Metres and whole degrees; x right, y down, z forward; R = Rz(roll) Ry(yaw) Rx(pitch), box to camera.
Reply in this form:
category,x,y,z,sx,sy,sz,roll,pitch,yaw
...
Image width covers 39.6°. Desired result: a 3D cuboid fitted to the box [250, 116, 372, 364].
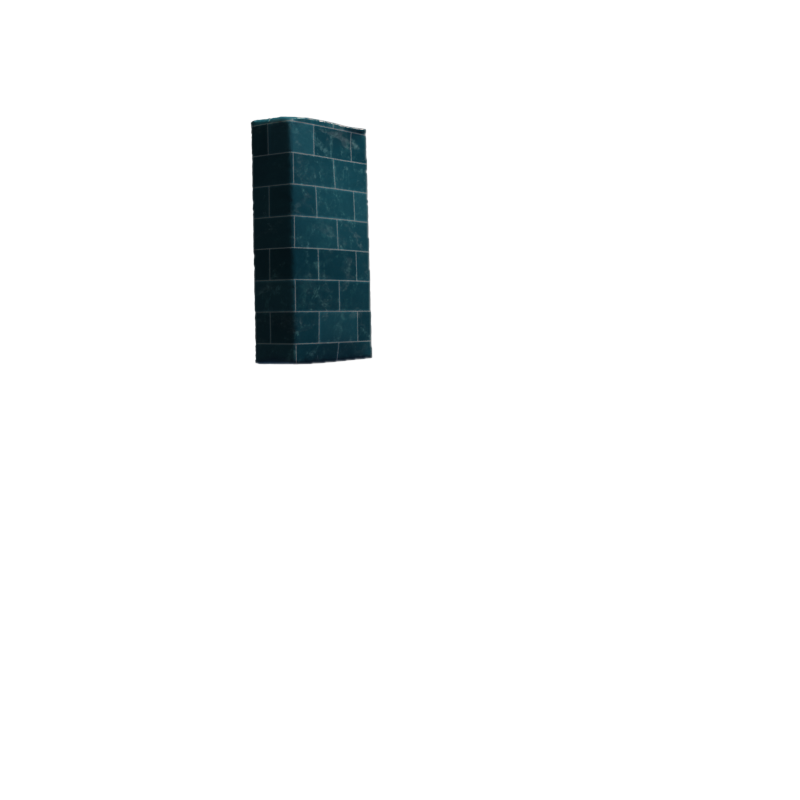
category,x,y,z,sx,sy,sz,roll,pitch,yaw
box,-0.064,-0.117,0.818,0.050,0.177,0.090,-1,0,37
